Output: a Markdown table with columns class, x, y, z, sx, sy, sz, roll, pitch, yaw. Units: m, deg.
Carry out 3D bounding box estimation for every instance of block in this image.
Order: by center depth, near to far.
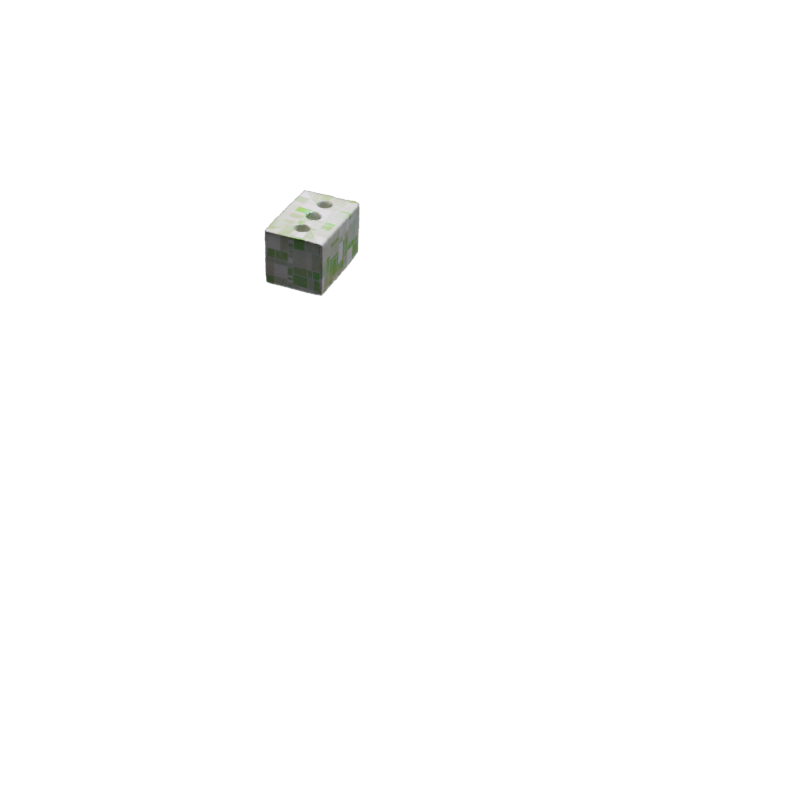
| class | x | y | z | sx | sy | sz | roll | pitch | yaw |
| --- | --- | --- | --- | --- | --- | --- | --- | --- | --- |
| block | -0.072 | -0.131 | 0.917 | 0.054 | 0.048 | 0.080 | 14 | 38 | 17 |
